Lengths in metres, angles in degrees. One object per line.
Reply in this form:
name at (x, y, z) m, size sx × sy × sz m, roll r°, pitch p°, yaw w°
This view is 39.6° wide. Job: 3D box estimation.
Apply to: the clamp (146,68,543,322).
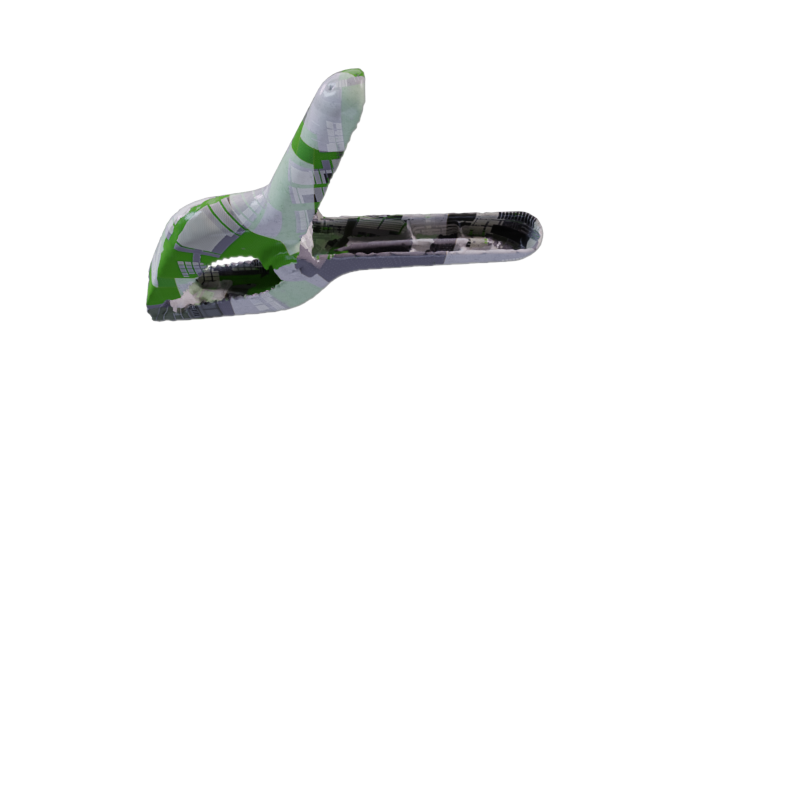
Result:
clamp at (-0.044, -0.081, 0.566) m, size 0.211 × 0.039 × 0.154 m, roll -22°, pitch -34°, yaw 38°
